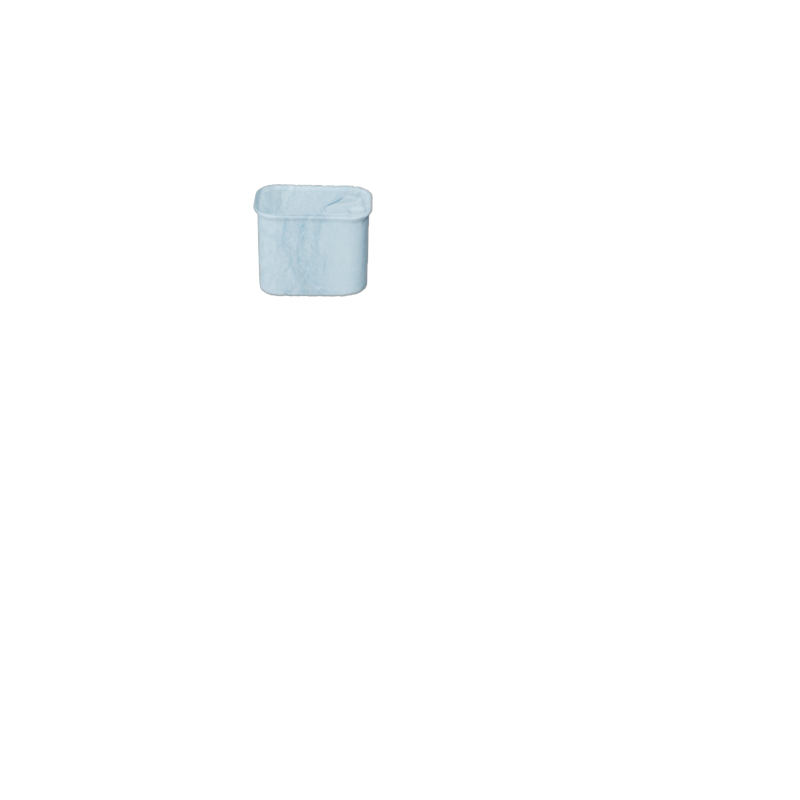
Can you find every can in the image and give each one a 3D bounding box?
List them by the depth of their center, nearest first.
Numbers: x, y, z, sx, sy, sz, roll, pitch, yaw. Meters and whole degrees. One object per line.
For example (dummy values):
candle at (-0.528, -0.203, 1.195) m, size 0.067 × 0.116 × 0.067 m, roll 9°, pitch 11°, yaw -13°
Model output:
can at (-0.076, -0.139, 0.972) m, size 0.102 × 0.079 × 0.061 m, roll 1°, pitch 34°, yaw 0°
